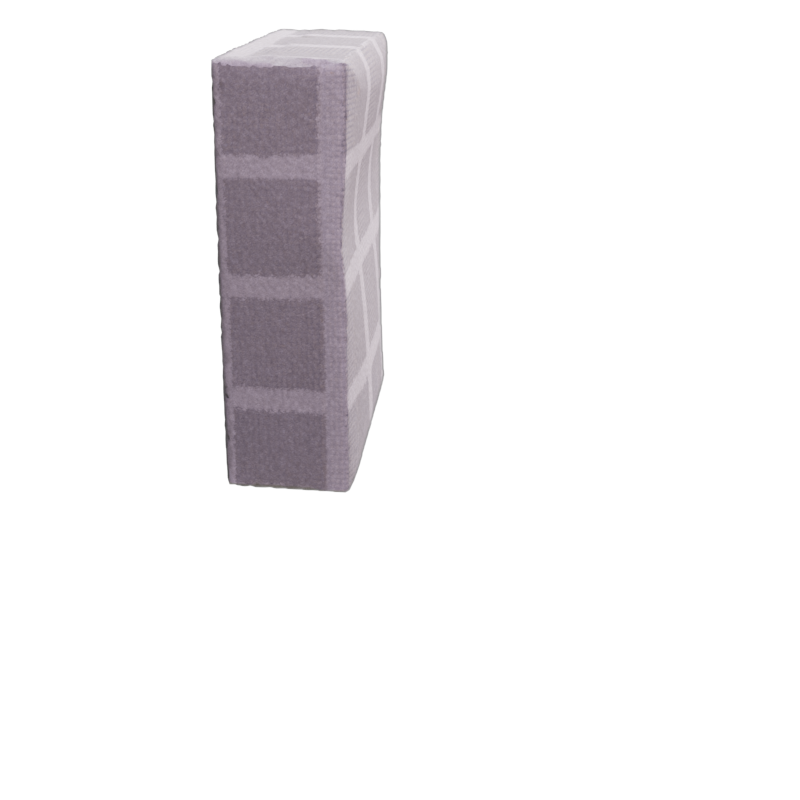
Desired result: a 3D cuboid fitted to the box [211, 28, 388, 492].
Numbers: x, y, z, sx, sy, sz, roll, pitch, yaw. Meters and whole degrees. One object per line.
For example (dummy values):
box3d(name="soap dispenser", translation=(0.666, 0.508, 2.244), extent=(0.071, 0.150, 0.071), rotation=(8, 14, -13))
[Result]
box3d(name="box", translation=(-0.047, -0.085, 0.596), extent=(0.072, 0.205, 0.169), rotation=(3, 19, 5))
